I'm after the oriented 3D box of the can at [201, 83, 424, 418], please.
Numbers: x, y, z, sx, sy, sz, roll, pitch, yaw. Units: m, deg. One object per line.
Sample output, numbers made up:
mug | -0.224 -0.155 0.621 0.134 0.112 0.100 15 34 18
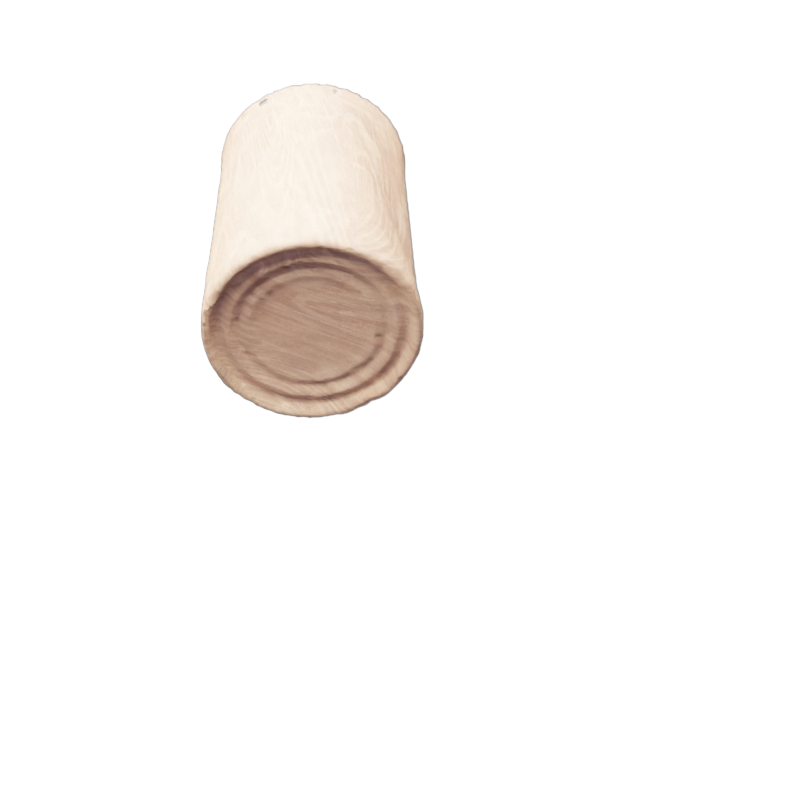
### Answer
can | -0.029 -0.052 0.366 0.068 0.064 0.109 -1 37 -3
